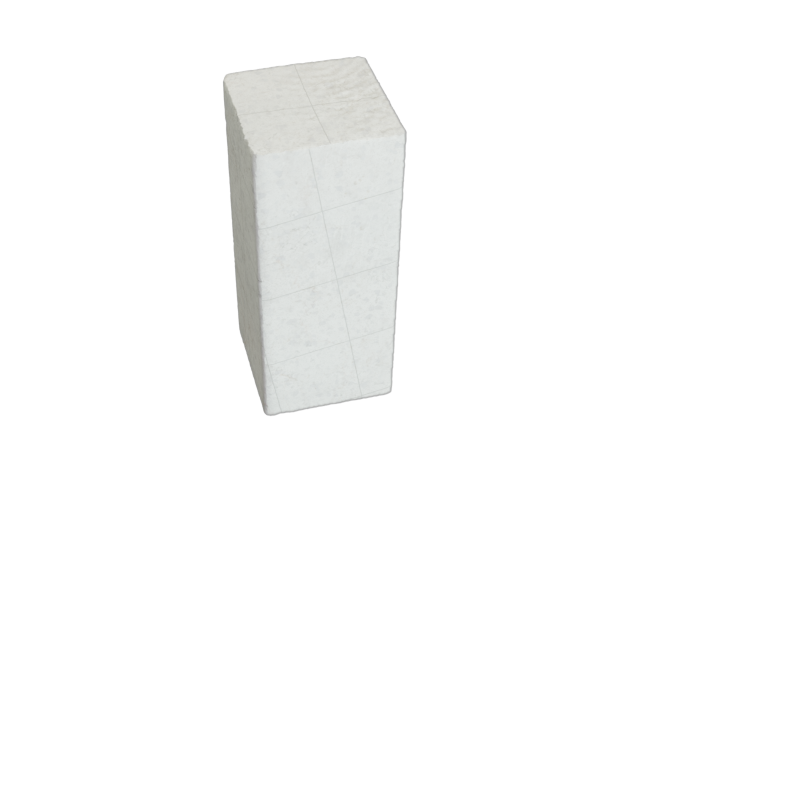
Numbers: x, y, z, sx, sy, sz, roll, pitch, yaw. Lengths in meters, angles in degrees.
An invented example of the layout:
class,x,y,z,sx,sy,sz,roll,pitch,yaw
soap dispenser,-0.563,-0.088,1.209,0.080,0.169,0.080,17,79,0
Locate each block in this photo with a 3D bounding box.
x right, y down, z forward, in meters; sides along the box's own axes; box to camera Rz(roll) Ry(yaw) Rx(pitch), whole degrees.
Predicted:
class,x,y,z,sx,sy,sz,roll,pitch,yaw
block,-0.055,-0.099,0.695,0.089,0.192,0.098,-9,45,-13
